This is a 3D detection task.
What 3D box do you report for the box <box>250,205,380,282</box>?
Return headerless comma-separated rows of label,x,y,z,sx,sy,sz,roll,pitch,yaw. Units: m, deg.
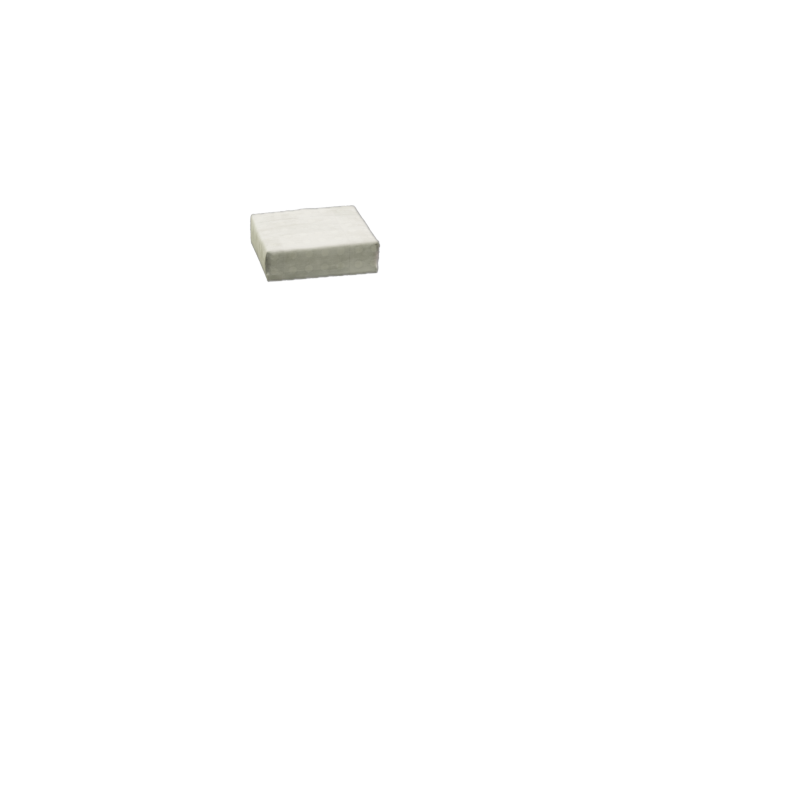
box,-0.068,-0.123,0.864,0.088,0.028,0.078,-7,31,-12
